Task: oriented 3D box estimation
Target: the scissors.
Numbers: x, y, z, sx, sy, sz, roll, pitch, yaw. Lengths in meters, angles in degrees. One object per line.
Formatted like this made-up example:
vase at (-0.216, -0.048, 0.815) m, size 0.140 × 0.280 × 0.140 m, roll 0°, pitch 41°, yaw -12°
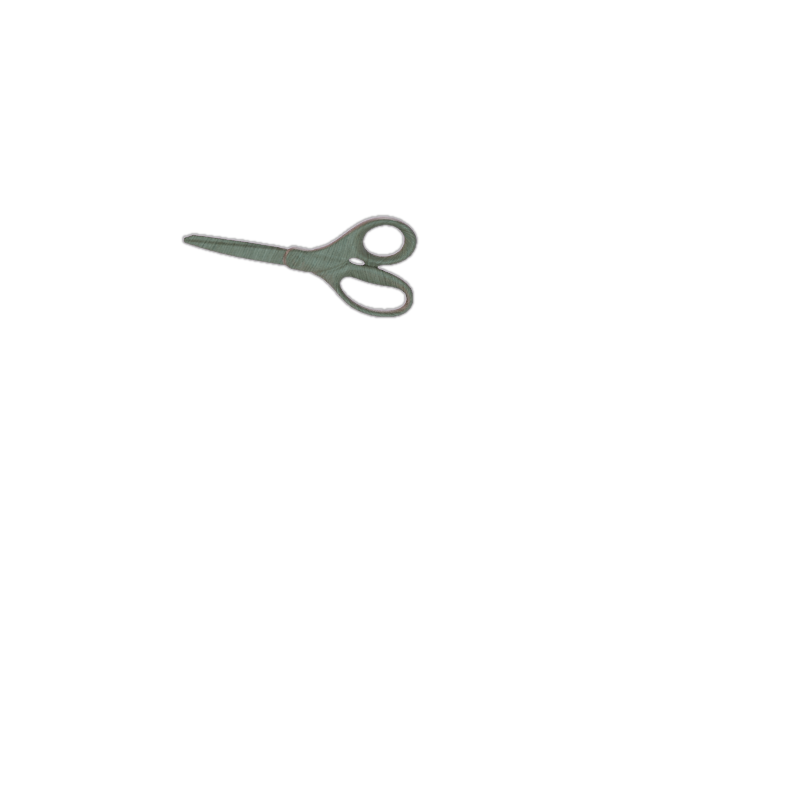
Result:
scissors at (-0.074, -0.134, 0.942) m, size 0.199 × 0.094 × 0.016 m, roll 25°, pitch 12°, yaw -6°
